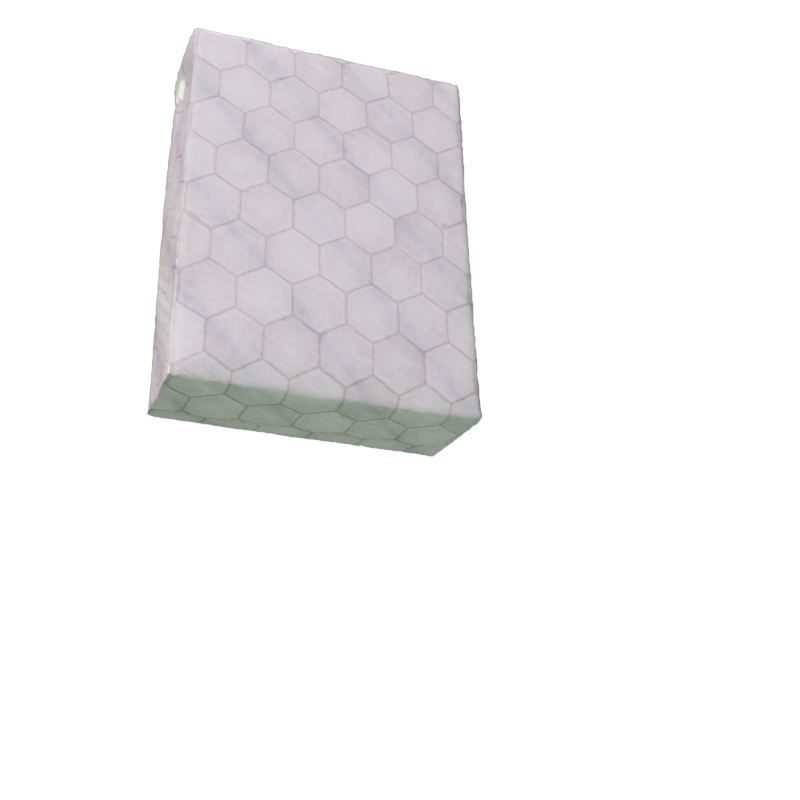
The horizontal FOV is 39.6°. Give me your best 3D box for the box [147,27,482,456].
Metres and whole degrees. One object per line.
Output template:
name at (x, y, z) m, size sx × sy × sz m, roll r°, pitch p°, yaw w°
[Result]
box at (-0.048, -0.087, 0.613) m, size 0.160 × 0.227 × 0.069 m, roll 8°, pitch -30°, yaw -18°
